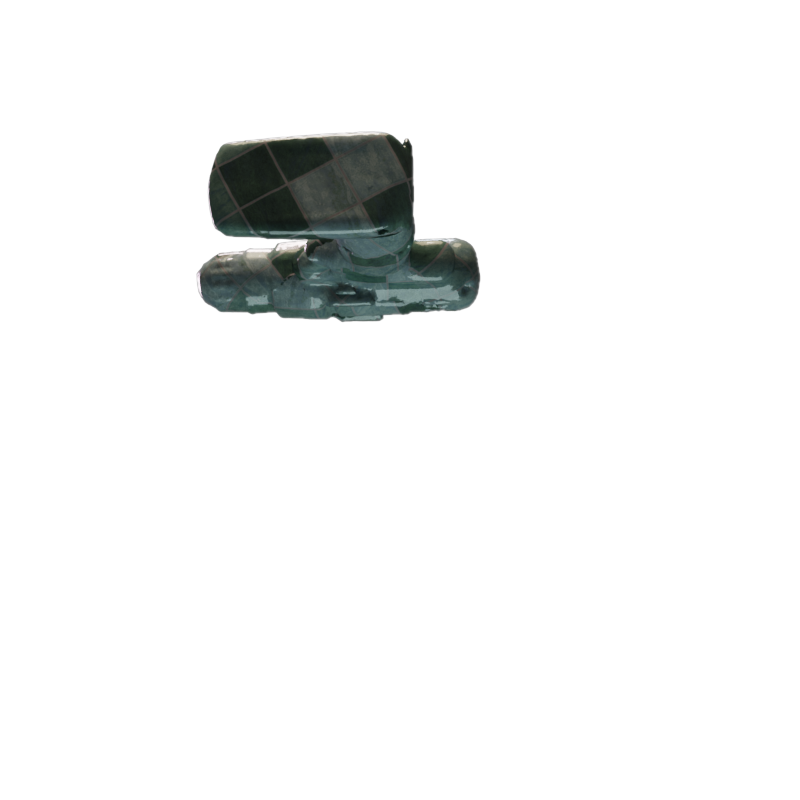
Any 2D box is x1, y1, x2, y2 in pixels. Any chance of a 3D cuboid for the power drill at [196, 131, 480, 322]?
[{"bbox_3d":[-0.051,-0.093,0.652,0.187,0.059,0.179,-2,-12,10],"label":"power drill"}]
